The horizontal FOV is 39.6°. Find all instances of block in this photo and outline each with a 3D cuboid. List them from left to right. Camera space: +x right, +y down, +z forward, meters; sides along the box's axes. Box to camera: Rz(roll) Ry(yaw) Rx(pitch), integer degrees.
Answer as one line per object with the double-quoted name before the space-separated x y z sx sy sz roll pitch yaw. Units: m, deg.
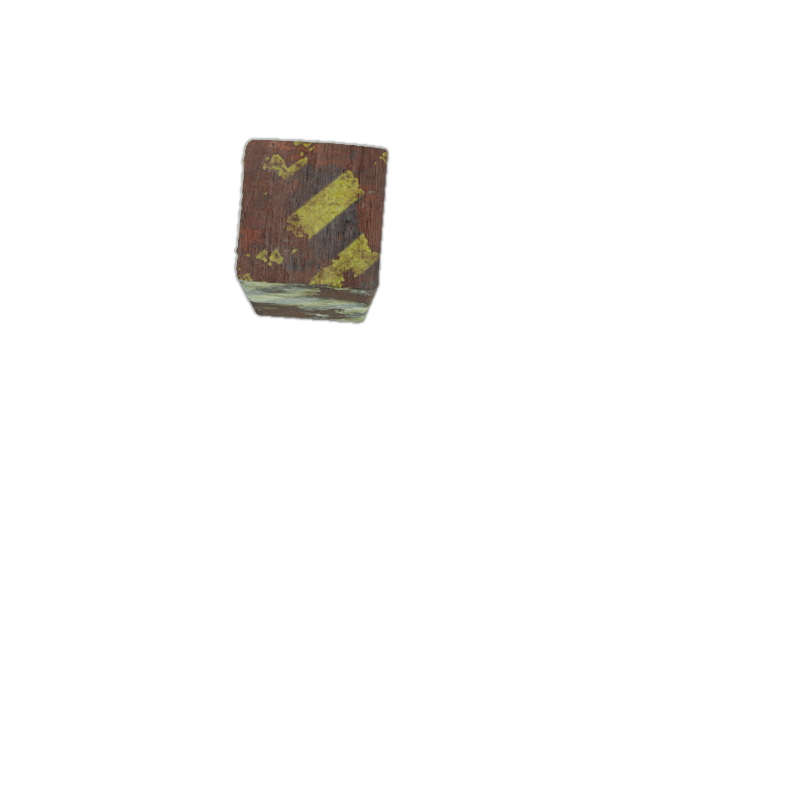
"block" -0.061 -0.111 0.773 0.090 0.092 0.204 4 -3 -4
